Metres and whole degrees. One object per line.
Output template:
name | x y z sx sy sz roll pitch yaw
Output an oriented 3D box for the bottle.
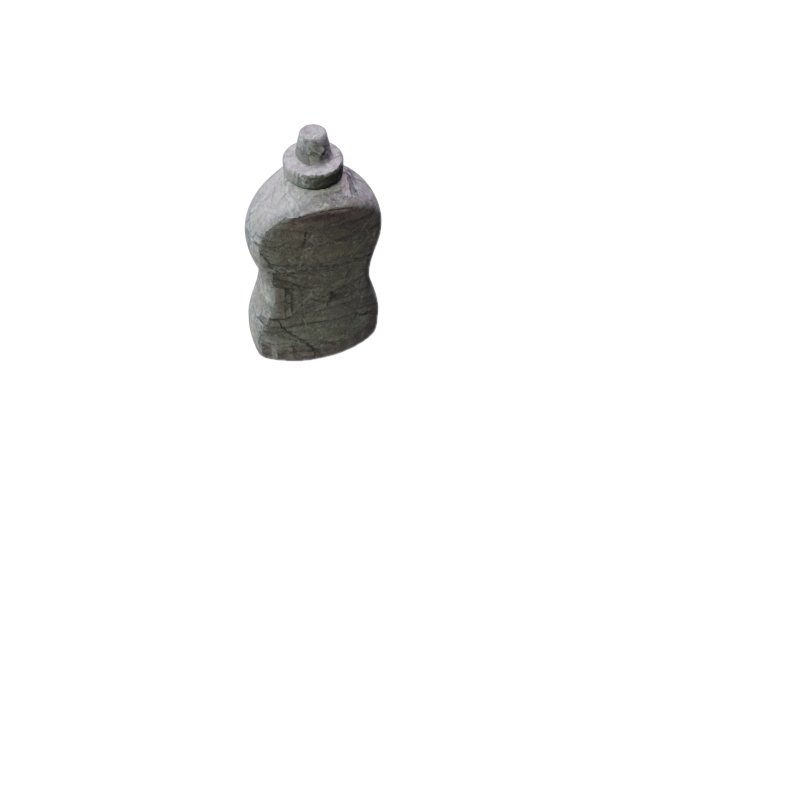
bottle | -0.062 -0.113 0.788 0.095 0.063 0.179 -10 -43 -13
